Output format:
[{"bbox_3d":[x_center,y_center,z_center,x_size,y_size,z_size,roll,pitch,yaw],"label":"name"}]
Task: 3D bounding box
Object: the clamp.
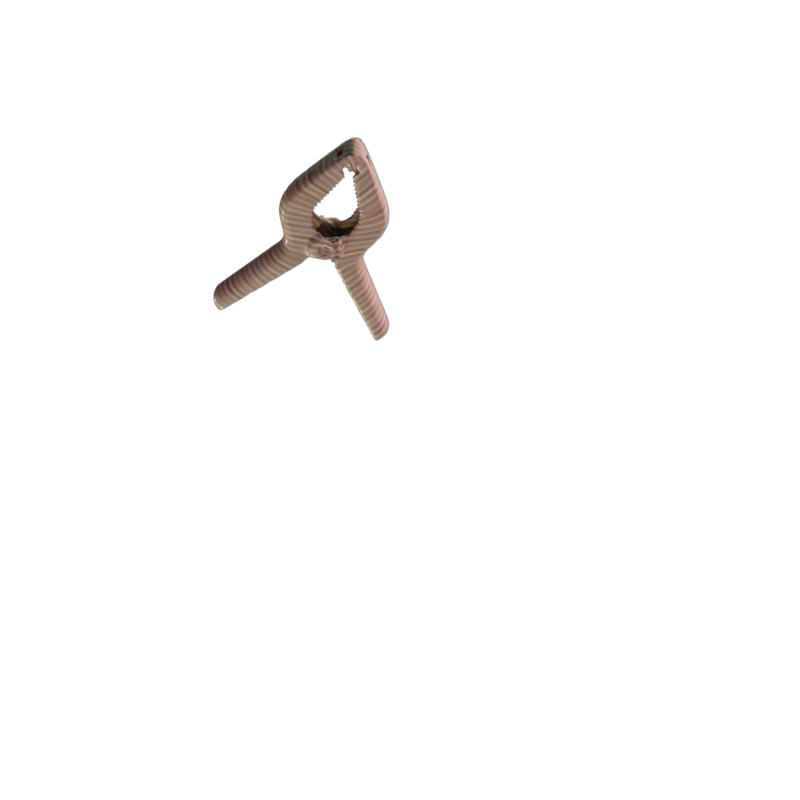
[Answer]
[{"bbox_3d":[-0.076,-0.138,0.968,0.163,0.197,0.039,7,42,-6],"label":"clamp"}]
